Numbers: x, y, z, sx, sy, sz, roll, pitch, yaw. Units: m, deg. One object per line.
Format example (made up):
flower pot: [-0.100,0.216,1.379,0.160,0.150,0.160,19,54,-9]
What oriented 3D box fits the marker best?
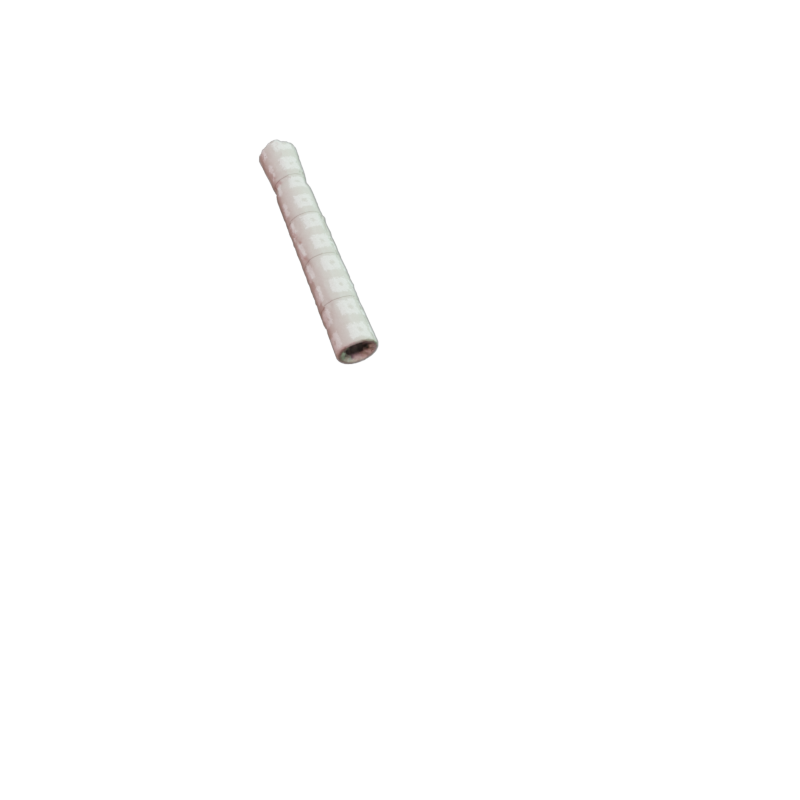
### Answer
marker: [-0.039,-0.071,0.495,0.020,0.130,0.018,-15,-33,-12]
